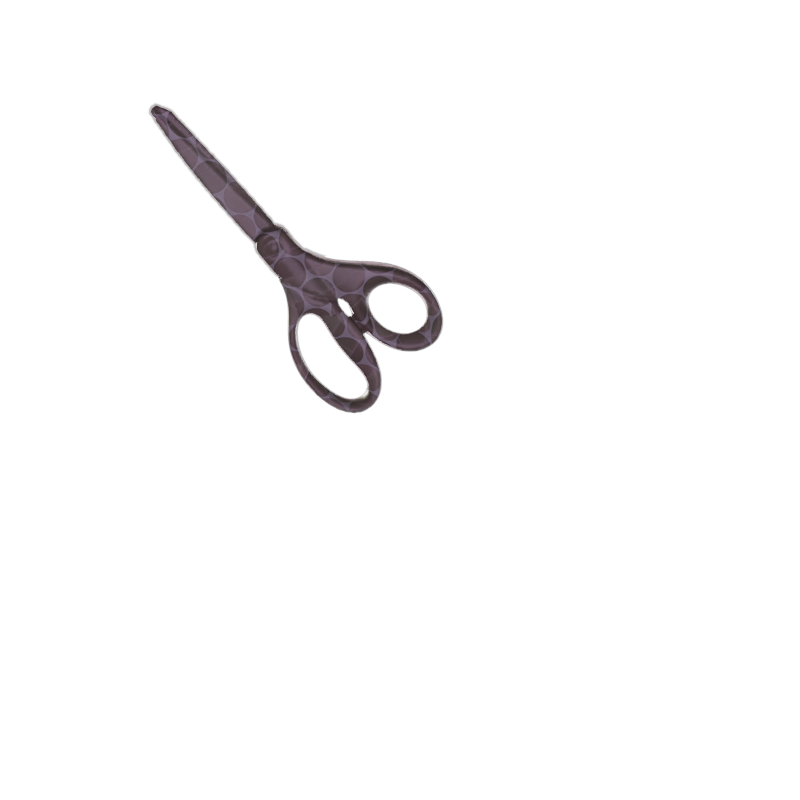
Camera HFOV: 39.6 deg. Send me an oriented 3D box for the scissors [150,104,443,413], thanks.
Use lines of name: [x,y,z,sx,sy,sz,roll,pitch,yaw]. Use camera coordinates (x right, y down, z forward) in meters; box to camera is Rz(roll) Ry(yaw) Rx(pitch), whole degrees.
scissors: [-0.047,-0.085,0.595,0.096,0.193,0.016,-23,17,7]
